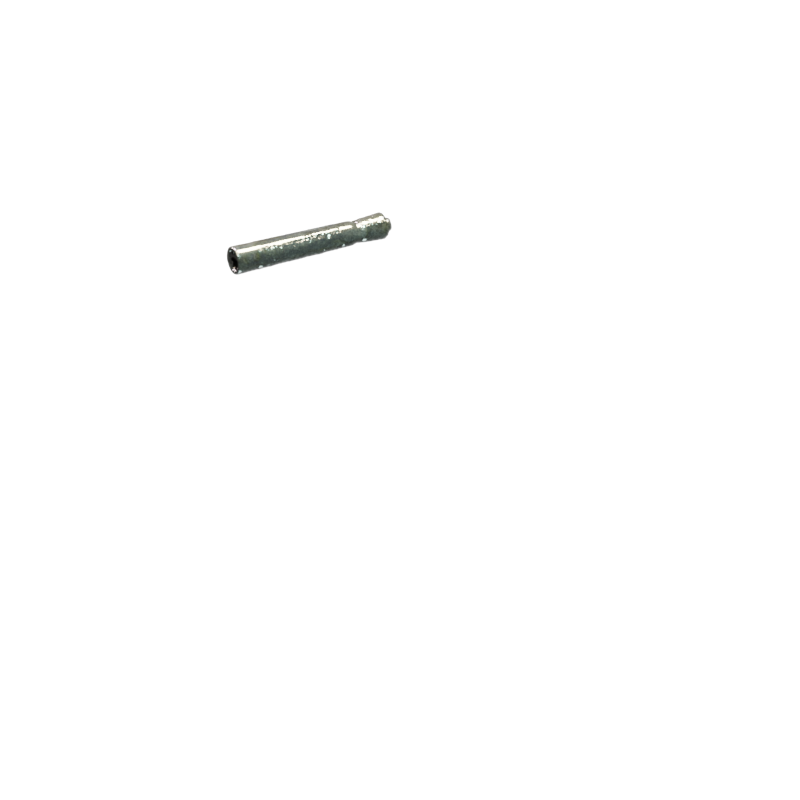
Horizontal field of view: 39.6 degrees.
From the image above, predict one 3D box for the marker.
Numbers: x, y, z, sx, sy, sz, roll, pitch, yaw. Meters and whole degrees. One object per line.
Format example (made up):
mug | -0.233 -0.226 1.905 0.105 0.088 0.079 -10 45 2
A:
marker | -0.059 -0.107 0.748 0.119 0.019 0.020 -18 12 -27
